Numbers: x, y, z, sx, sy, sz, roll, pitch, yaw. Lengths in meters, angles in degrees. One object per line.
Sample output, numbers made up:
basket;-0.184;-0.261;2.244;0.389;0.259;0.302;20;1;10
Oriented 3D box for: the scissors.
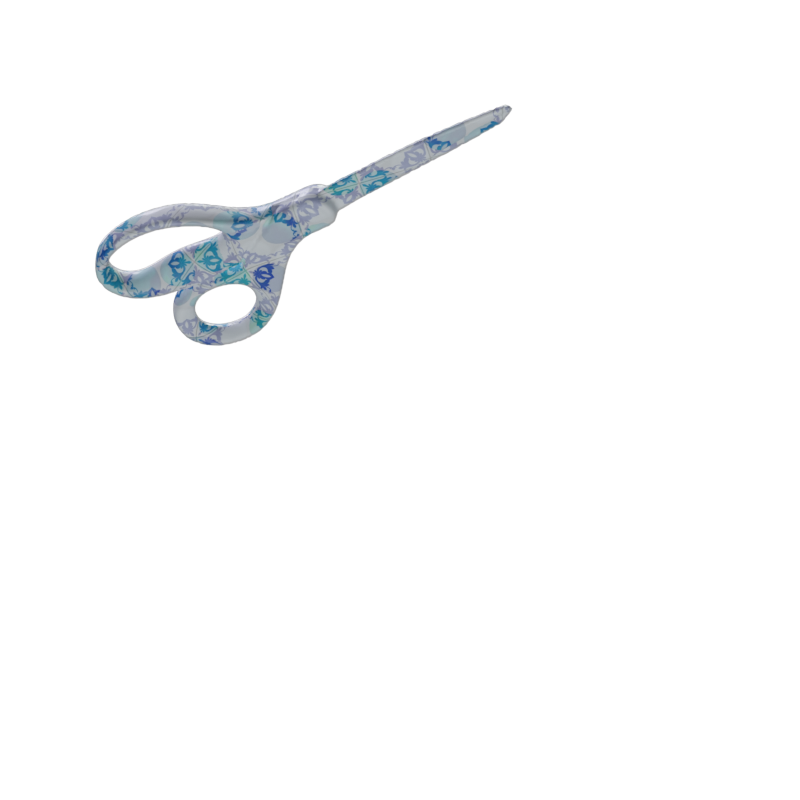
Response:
scissors;-0.039;-0.072;0.502;0.204;0.017;0.089;-12;-42;13
